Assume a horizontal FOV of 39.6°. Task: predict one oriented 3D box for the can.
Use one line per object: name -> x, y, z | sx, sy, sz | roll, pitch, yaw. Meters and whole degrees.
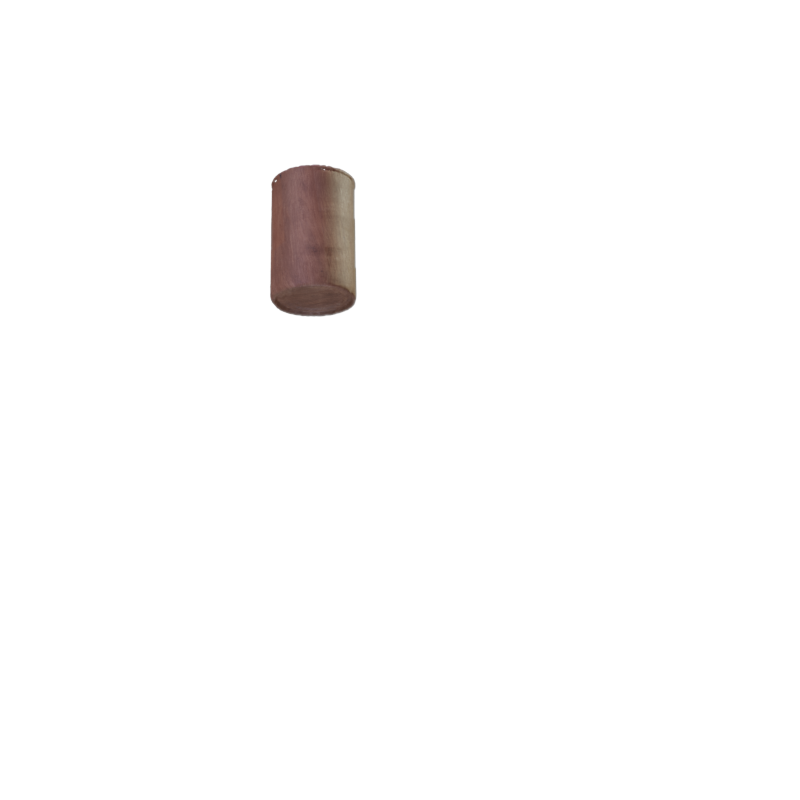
can -> -0.068, -0.124, 0.872 | 0.068, 0.108, 0.065 | 0, -22, -2
